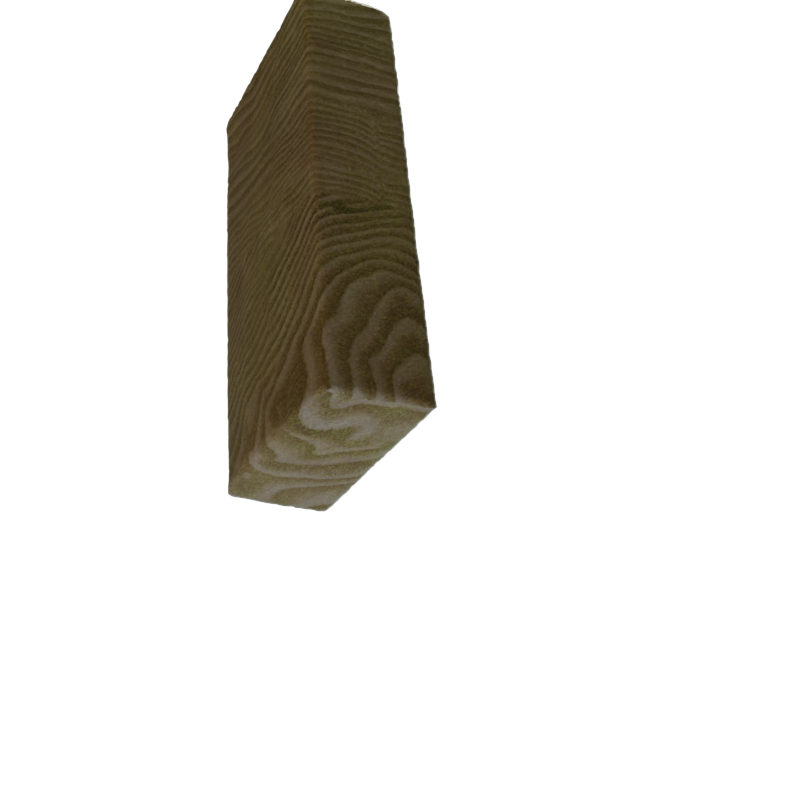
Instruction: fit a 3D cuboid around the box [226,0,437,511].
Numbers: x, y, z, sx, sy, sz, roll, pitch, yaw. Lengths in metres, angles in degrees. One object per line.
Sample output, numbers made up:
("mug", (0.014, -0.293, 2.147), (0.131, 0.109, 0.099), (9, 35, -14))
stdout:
("box", (-0.032, -0.059, 0.416), (0.046, 0.188, 0.091), (13, -35, -23))
